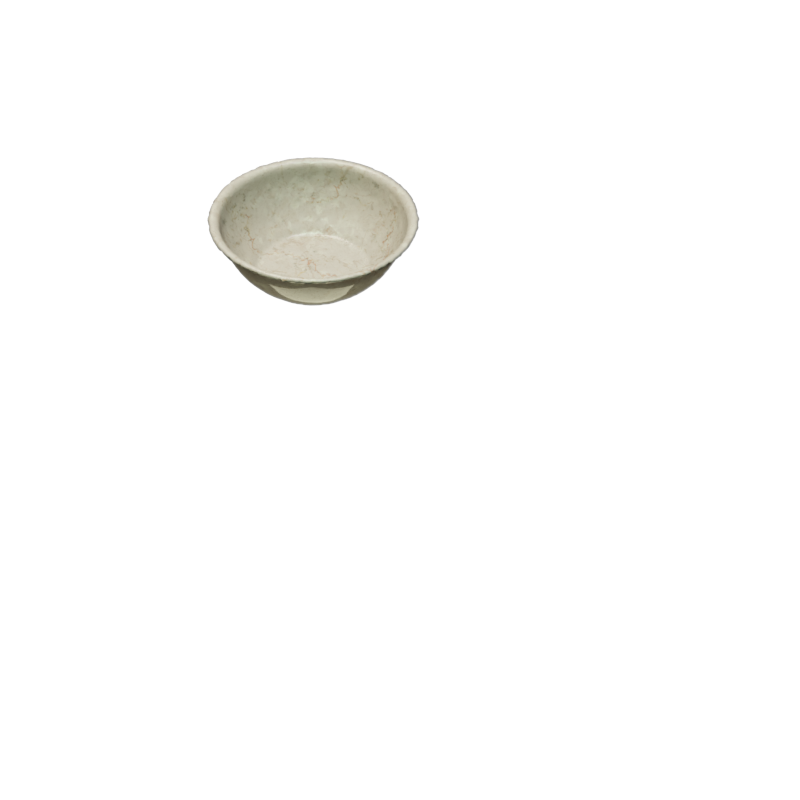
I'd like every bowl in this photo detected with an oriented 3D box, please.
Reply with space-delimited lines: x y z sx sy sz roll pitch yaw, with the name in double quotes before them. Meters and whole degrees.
"bowl" -0.068 -0.124 0.867 0.162 0.051 0.174 -1 42 -2
